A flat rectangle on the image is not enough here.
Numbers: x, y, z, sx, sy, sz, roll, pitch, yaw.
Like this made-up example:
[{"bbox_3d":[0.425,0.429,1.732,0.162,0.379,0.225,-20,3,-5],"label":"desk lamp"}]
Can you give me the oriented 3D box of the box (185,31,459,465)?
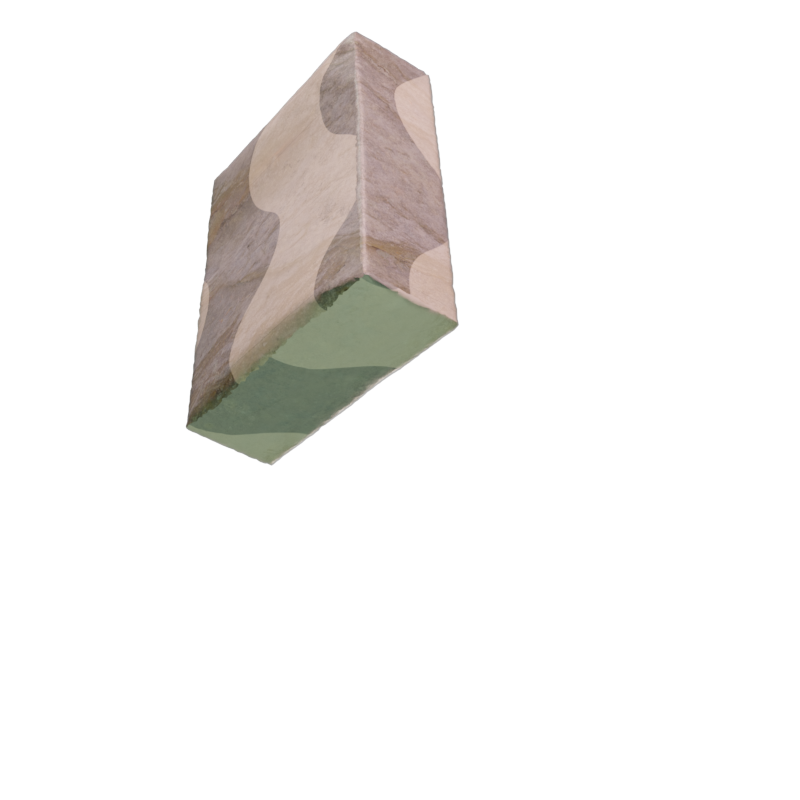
[{"bbox_3d":[-0.052,-0.095,0.668,0.068,0.230,0.162,28,-49,-31],"label":"box"}]
